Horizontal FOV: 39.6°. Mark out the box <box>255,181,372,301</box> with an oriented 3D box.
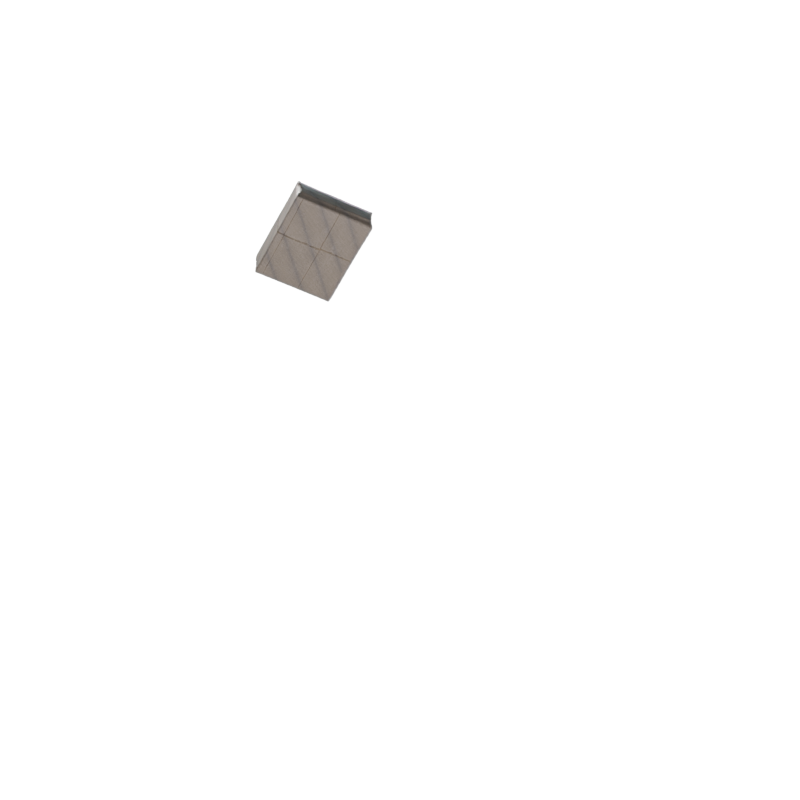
[{"bbox_3d":[-0.076,-0.138,0.968,0.071,0.086,0.032,23,31,-16],"label":"box"}]
